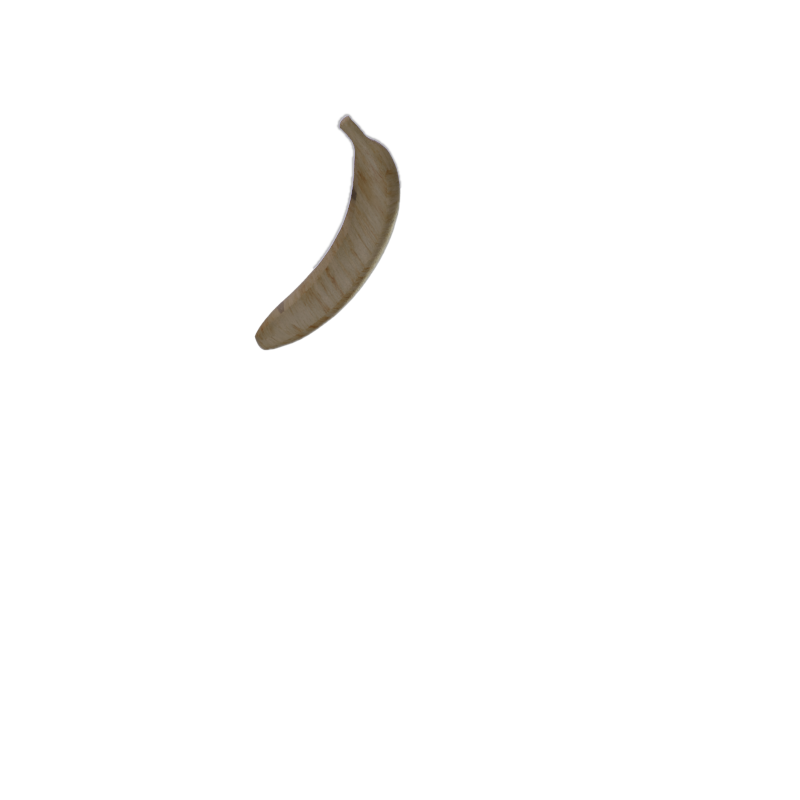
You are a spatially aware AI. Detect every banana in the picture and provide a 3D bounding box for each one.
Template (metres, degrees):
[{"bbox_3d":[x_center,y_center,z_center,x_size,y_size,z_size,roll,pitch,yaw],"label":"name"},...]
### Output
[{"bbox_3d":[-0.046,-0.116,0.832,0.068,0.191,0.039,20,21,-10],"label":"banana"}]
